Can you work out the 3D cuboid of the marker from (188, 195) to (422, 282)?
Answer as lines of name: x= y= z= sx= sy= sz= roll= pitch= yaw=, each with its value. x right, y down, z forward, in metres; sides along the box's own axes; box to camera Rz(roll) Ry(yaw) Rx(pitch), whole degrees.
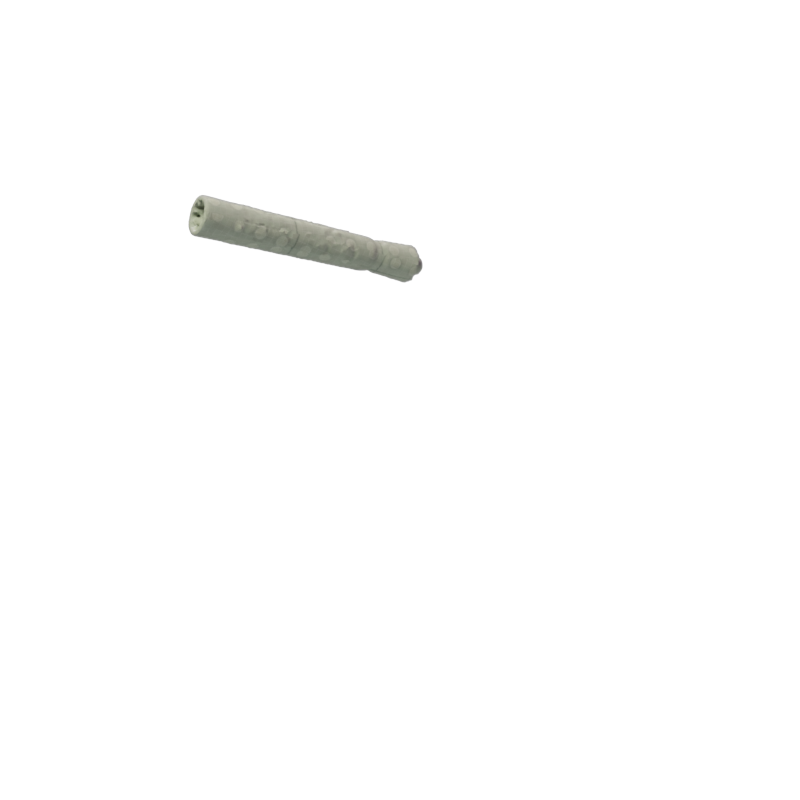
marker: x=-0.041 y=-0.074 z=0.521 sx=0.116 sy=0.020 sz=0.020 roll=9 pitch=-1 yaw=-30
